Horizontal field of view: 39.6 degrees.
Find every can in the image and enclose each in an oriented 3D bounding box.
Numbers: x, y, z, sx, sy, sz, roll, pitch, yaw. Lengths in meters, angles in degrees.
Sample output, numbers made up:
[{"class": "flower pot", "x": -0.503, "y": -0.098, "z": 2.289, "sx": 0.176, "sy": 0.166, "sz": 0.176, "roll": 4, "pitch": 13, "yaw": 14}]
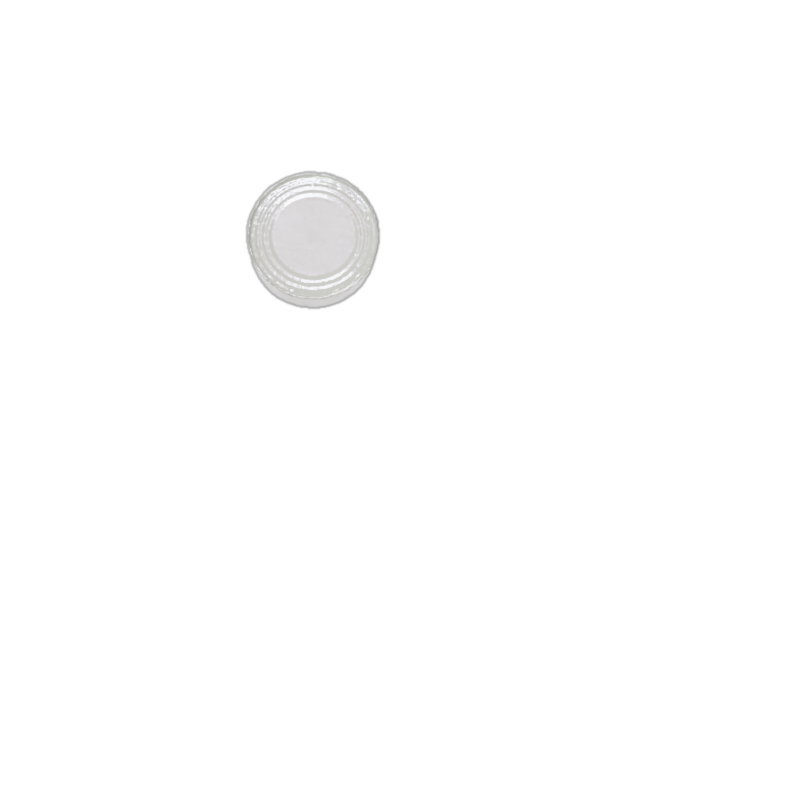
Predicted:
[{"class": "can", "x": -0.057, "y": -0.104, "z": 0.732, "sx": 0.086, "sy": 0.089, "sz": 0.032, "roll": 0, "pitch": -16, "yaw": -1}]
